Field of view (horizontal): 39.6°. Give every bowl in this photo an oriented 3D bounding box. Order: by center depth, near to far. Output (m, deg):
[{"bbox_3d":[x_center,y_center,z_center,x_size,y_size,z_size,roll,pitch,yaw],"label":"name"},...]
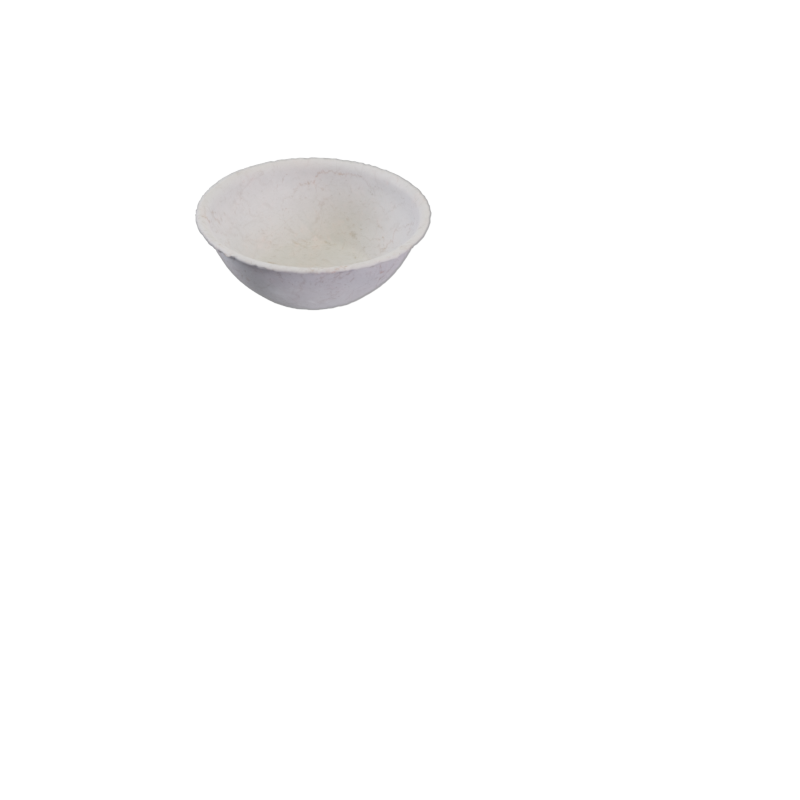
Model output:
[{"bbox_3d":[-0.061,-0.110,0.774,0.162,0.051,0.173,-1,37,-2],"label":"bowl"}]
